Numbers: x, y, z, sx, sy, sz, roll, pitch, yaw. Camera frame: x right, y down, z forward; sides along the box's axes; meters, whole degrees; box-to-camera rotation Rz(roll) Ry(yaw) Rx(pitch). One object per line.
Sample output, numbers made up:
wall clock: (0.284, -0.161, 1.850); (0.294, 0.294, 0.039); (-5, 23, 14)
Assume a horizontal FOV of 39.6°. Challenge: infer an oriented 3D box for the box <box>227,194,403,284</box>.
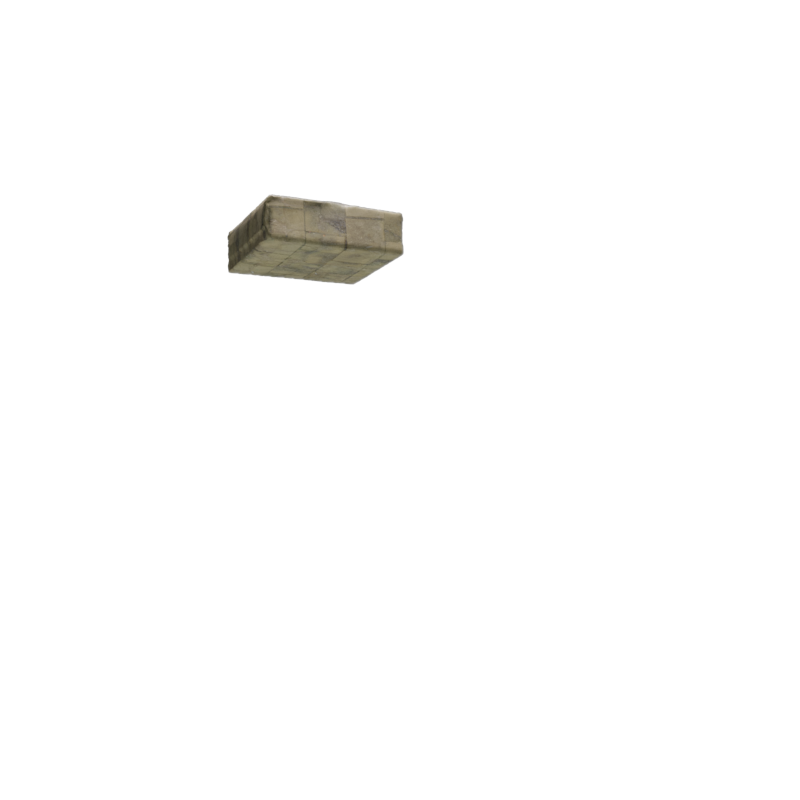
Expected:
box: (-0.053, -0.097, 0.677); (0.086, 0.031, 0.073); (5, -13, -23)
